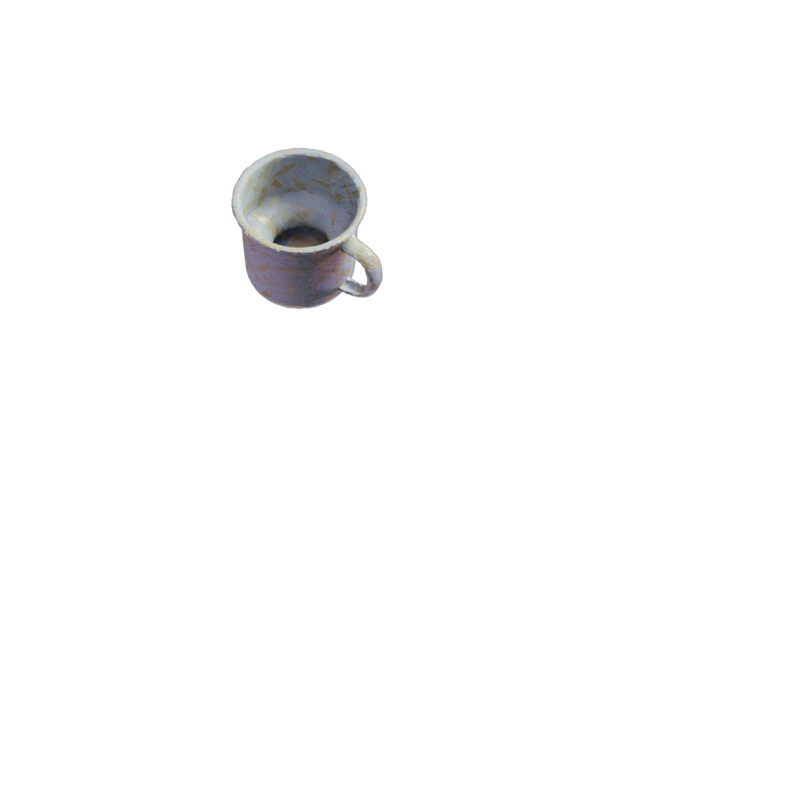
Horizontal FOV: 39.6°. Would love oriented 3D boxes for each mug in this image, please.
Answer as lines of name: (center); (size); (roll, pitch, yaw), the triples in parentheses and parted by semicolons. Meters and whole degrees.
mug: (-0.062, -0.112, 0.786); (0.122, 0.095, 0.076); (31, -28, 18)
